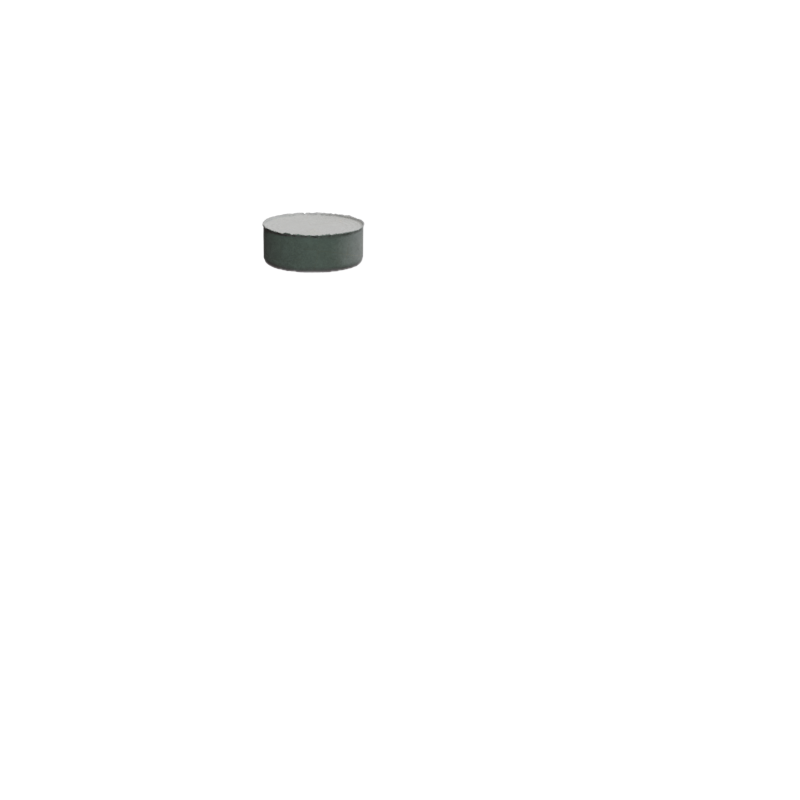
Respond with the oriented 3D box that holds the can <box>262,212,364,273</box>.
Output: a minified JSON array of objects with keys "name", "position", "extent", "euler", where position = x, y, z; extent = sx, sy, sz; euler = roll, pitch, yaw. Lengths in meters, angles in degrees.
[{"name":"can","position":[-0.073,-0.134,0.937],"extent":[0.086,0.032,0.089],"euler":[-1,20,-2]}]
